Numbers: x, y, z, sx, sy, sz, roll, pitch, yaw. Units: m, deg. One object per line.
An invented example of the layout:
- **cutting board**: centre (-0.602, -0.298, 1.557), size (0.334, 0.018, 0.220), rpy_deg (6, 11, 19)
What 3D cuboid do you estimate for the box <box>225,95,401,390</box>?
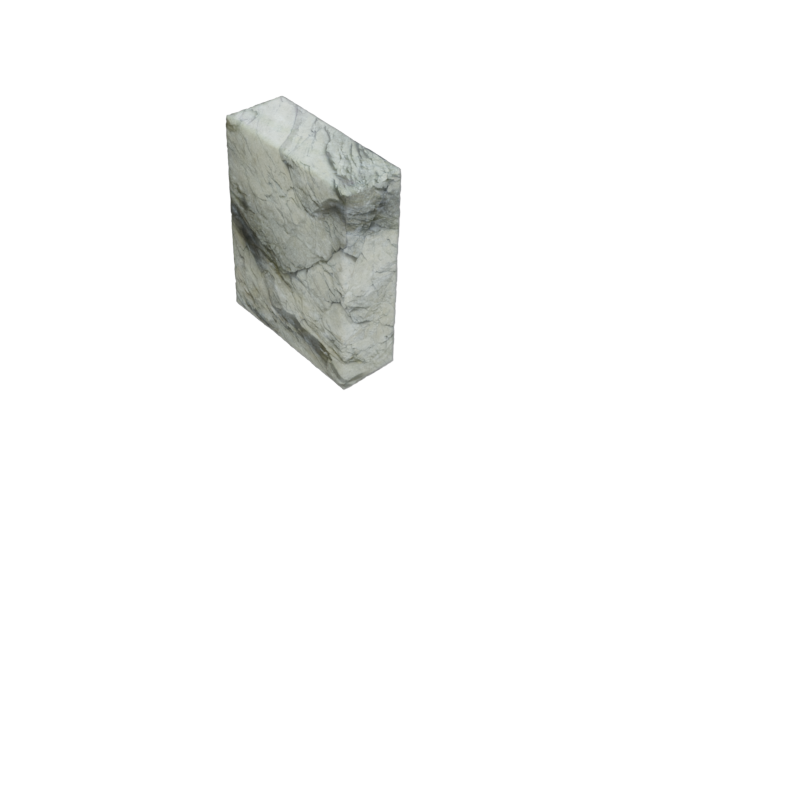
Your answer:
- **box**: centre (-0.077, -0.141, 0.989), size (0.072, 0.200, 0.176), rpy_deg (-27, 48, -31)
